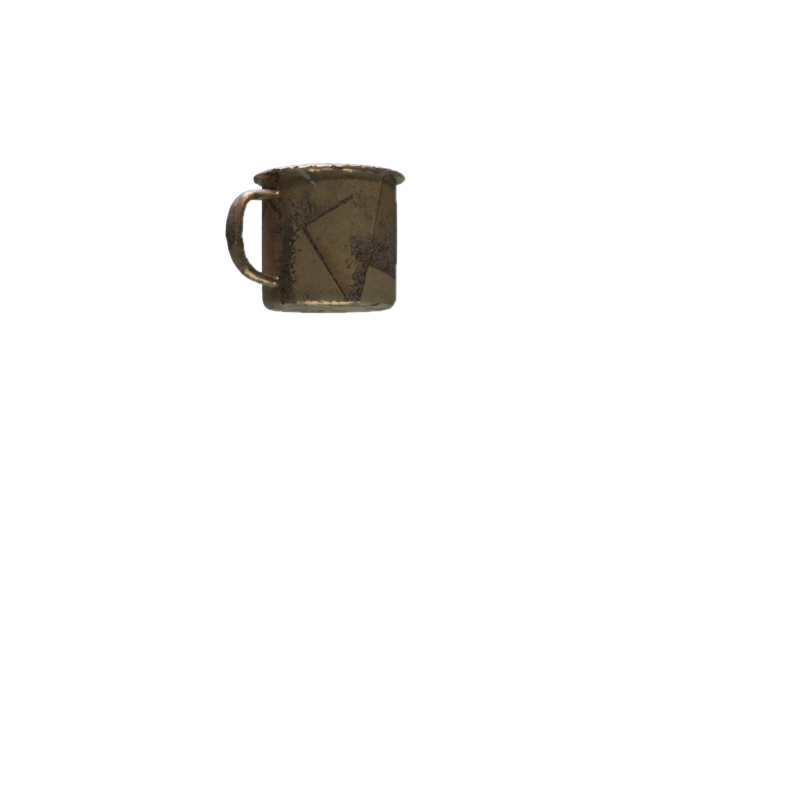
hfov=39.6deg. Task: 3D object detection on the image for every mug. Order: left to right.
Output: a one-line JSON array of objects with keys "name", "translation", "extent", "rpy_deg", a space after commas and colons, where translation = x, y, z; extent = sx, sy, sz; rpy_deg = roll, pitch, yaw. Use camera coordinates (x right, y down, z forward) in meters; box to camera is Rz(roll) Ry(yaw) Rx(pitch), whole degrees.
[{"name": "mug", "translation": [-0.052, -0.095, 0.667], "extent": [0.112, 0.083, 0.096], "rpy_deg": [1, -3, -39]}]
